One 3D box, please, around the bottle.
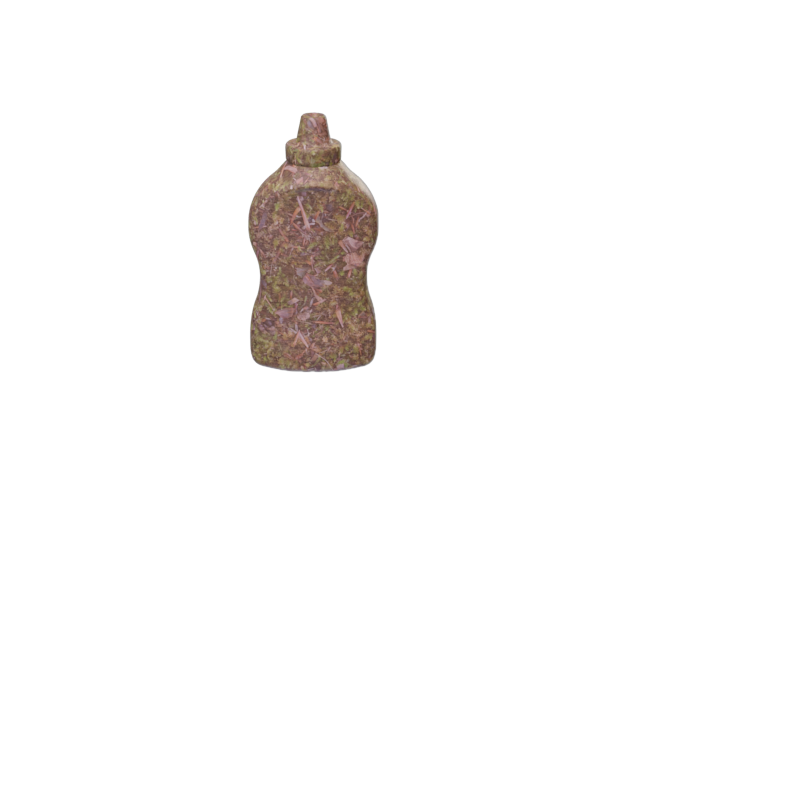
[{"bbox_3d":[-0.064,-0.118,0.823,0.096,0.183,0.061,1,21,0],"label":"bottle"}]
